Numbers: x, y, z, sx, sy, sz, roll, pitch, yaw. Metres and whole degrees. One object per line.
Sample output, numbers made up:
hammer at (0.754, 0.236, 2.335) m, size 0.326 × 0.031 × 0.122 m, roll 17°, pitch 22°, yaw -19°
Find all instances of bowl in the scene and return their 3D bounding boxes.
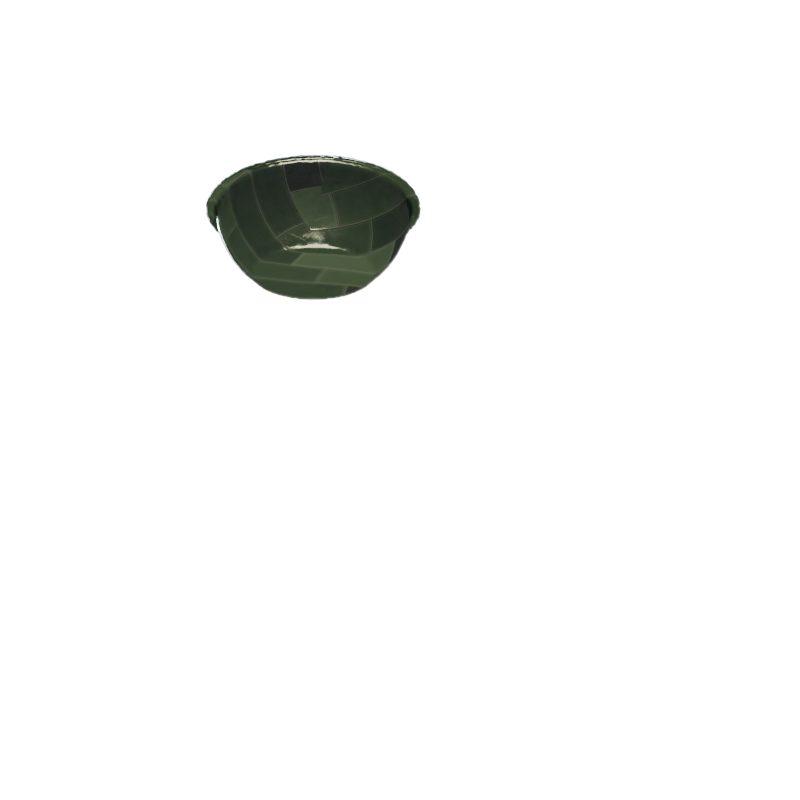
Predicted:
bowl at (-0.065, -0.118, 0.825) m, size 0.162 × 0.058 × 0.154 m, roll 1°, pitch -21°, yaw -2°
